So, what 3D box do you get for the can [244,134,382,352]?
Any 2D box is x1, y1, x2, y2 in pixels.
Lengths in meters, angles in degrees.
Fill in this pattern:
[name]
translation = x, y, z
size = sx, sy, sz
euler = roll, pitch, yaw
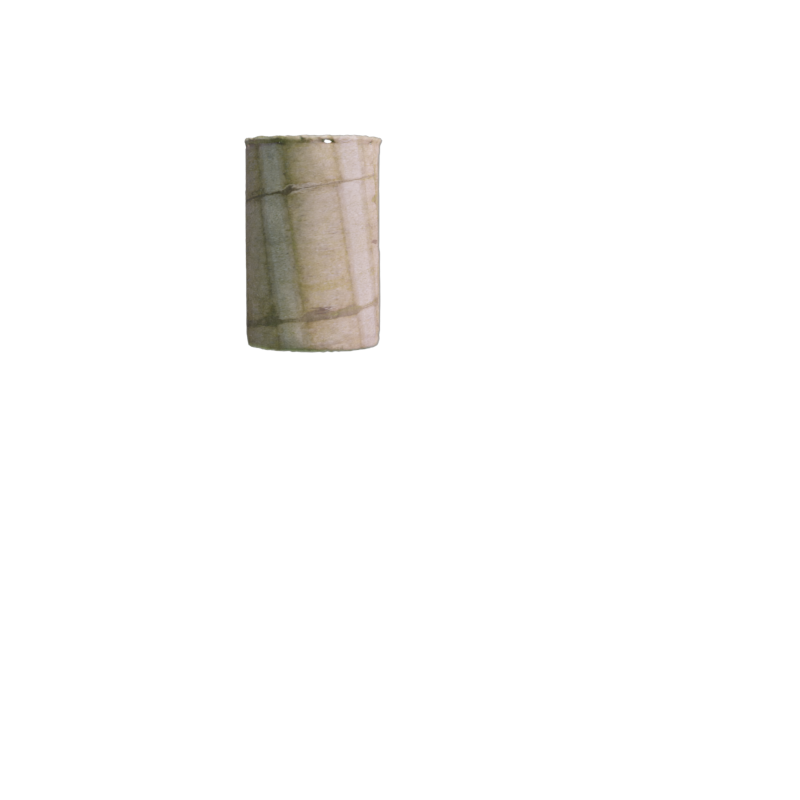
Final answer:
[can]
translation = -0.043, -0.078, 0.549
size = 0.068, 0.102, 0.069
euler = 0, 4, -2
